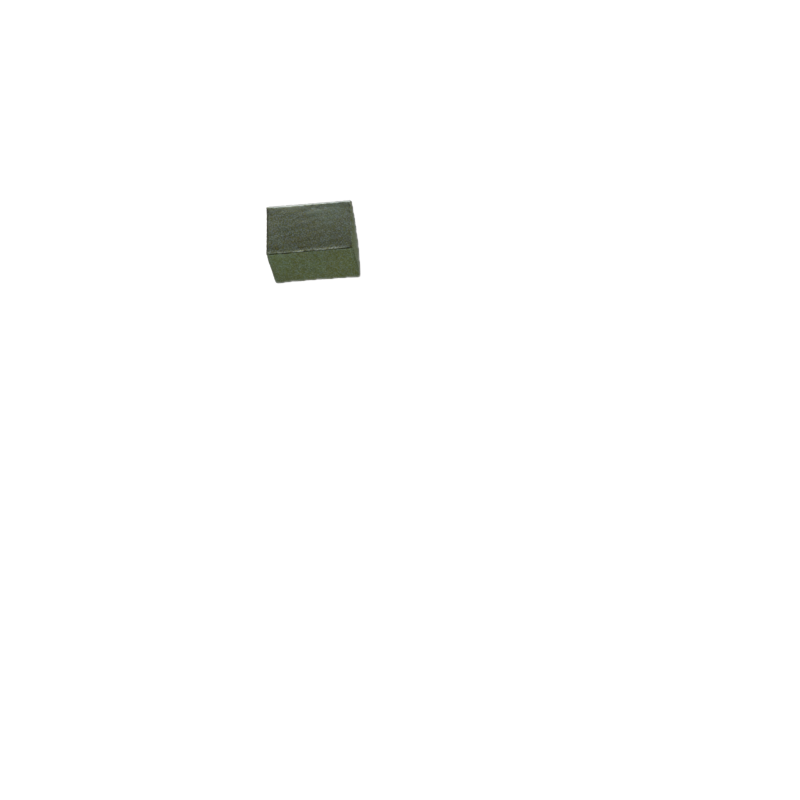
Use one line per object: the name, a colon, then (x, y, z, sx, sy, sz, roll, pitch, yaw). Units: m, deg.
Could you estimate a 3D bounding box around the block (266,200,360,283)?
block: (-0.077, -0.140, 0.978, 0.078, 0.054, 0.049, -3, -27, 5)
